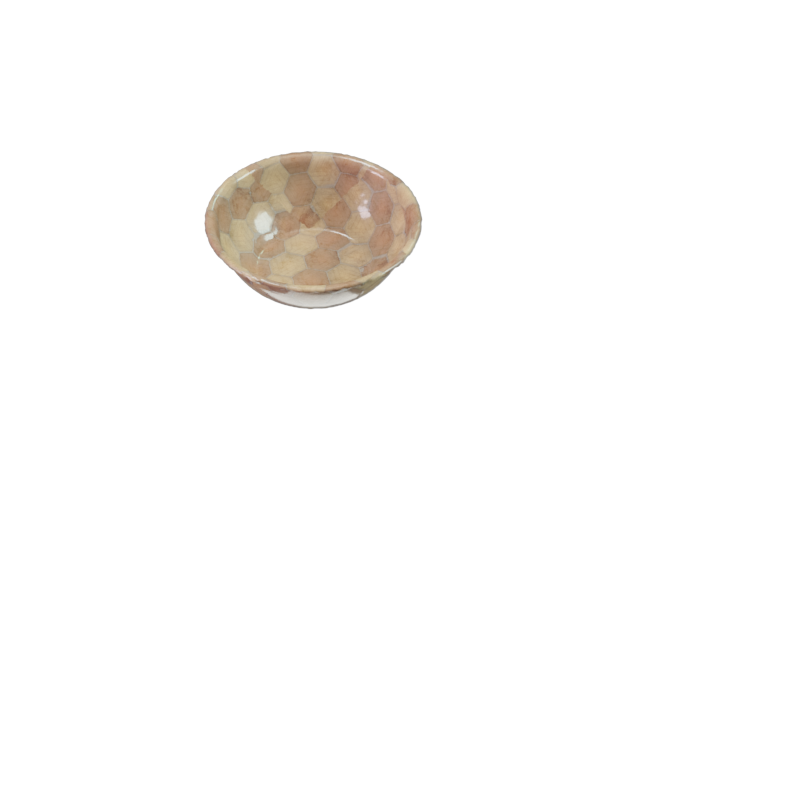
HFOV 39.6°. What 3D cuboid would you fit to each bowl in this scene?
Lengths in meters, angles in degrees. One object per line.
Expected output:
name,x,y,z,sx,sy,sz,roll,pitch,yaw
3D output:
bowl,-0.066,-0.120,0.840,0.162,0.174,0.051,-1,-44,-1
